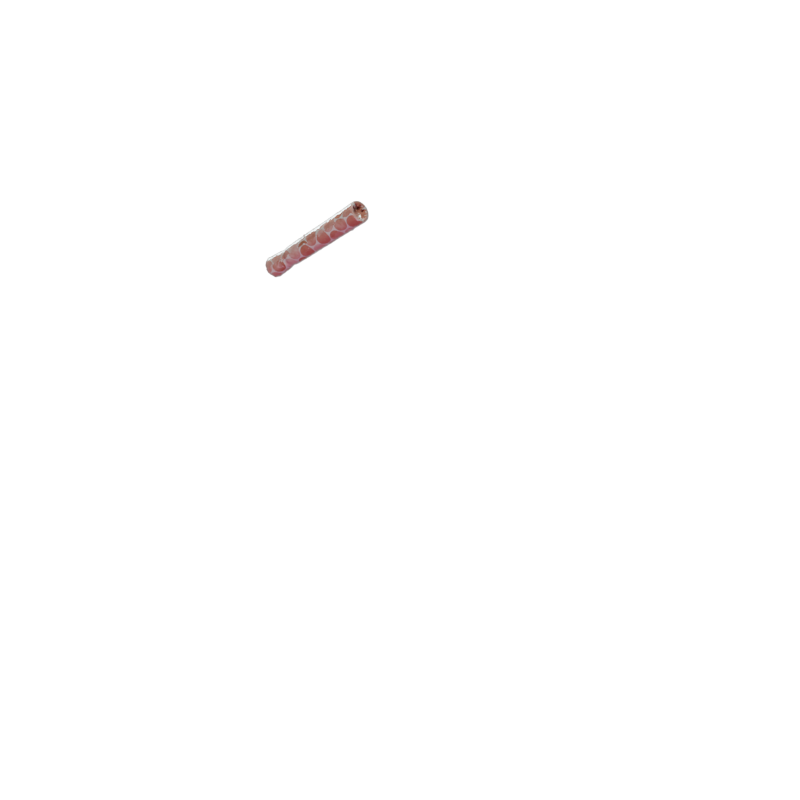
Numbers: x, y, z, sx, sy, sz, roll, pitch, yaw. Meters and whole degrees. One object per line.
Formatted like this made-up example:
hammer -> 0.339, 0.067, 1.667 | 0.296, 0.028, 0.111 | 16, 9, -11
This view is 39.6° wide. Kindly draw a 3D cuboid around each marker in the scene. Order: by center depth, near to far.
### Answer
marker -> -0.072, -0.130, 0.914 | 0.019, 0.020, 0.121 | -3, -15, -45
